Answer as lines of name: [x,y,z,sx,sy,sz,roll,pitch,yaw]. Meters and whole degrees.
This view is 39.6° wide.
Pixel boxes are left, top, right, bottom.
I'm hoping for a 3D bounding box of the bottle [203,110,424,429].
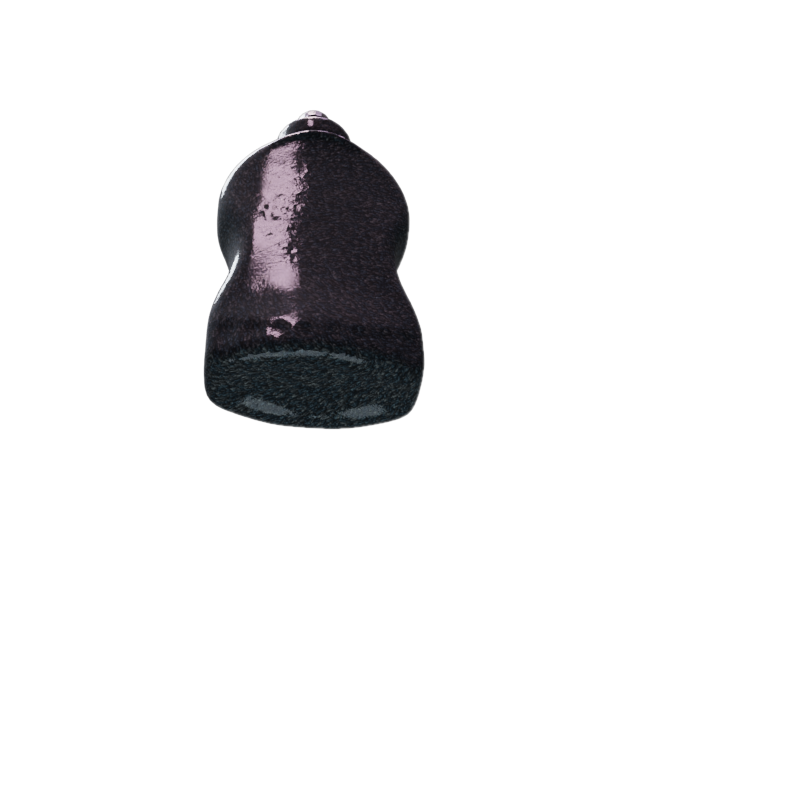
bottle: [-0.043,-0.078,0.546,0.095,0.206,0.055,2,-43,-5]
